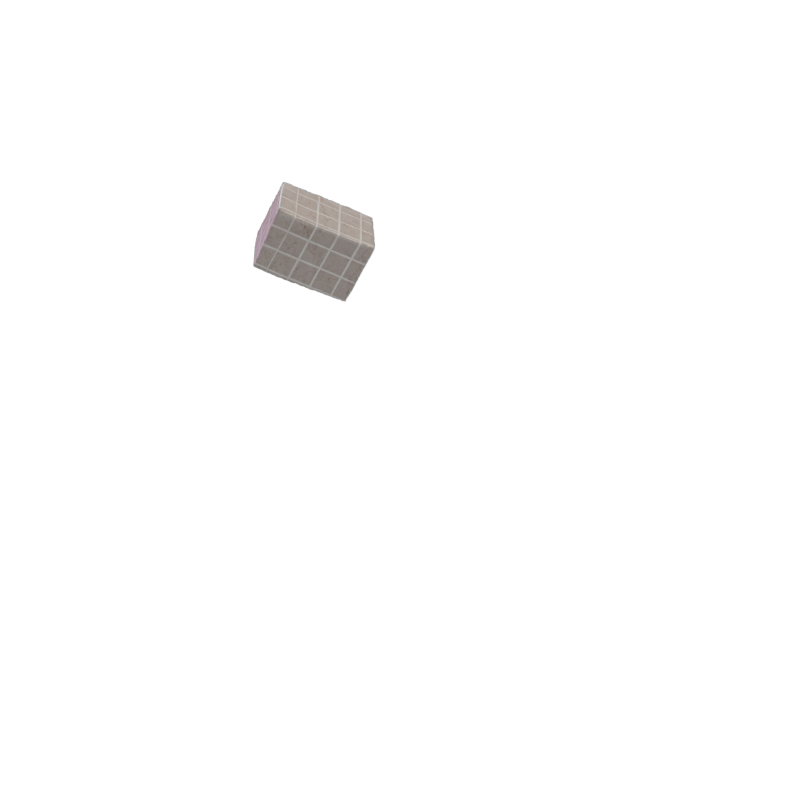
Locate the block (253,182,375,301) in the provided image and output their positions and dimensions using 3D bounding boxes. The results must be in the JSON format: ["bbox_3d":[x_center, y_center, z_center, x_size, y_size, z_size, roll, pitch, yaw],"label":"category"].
[{"bbox_3d":[-0.065,-0.118,0.827,0.076,0.051,0.054,21,29,-14],"label":"block"}]
